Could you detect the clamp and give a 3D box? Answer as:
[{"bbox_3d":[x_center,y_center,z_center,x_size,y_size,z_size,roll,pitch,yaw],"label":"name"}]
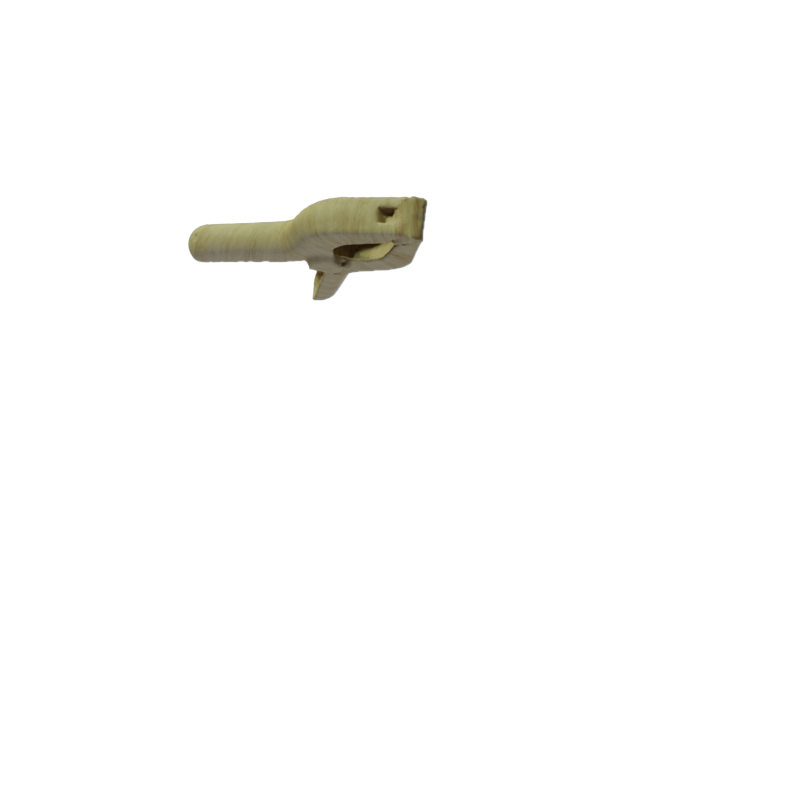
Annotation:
[{"bbox_3d":[-0.055,-0.101,0.708,0.115,0.041,0.173,7,-13,-32],"label":"clamp"}]
